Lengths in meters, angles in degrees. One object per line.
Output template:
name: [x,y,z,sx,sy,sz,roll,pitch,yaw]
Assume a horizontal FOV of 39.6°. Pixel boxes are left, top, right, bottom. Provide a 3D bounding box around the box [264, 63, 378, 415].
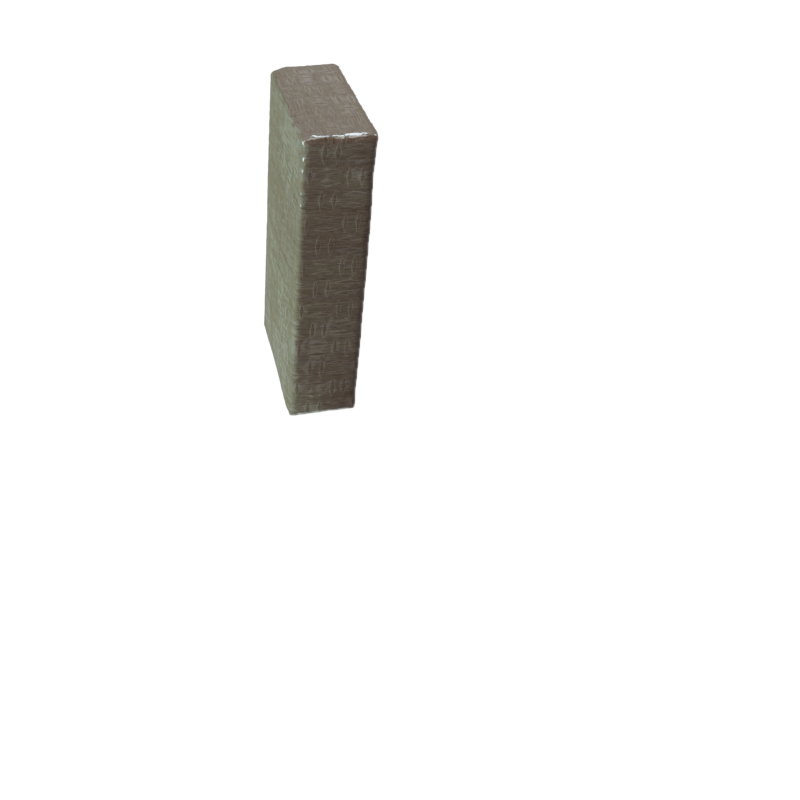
box: [-0.049,-0.088,0.619,0.047,0.165,0.101,-7,36,-13]
